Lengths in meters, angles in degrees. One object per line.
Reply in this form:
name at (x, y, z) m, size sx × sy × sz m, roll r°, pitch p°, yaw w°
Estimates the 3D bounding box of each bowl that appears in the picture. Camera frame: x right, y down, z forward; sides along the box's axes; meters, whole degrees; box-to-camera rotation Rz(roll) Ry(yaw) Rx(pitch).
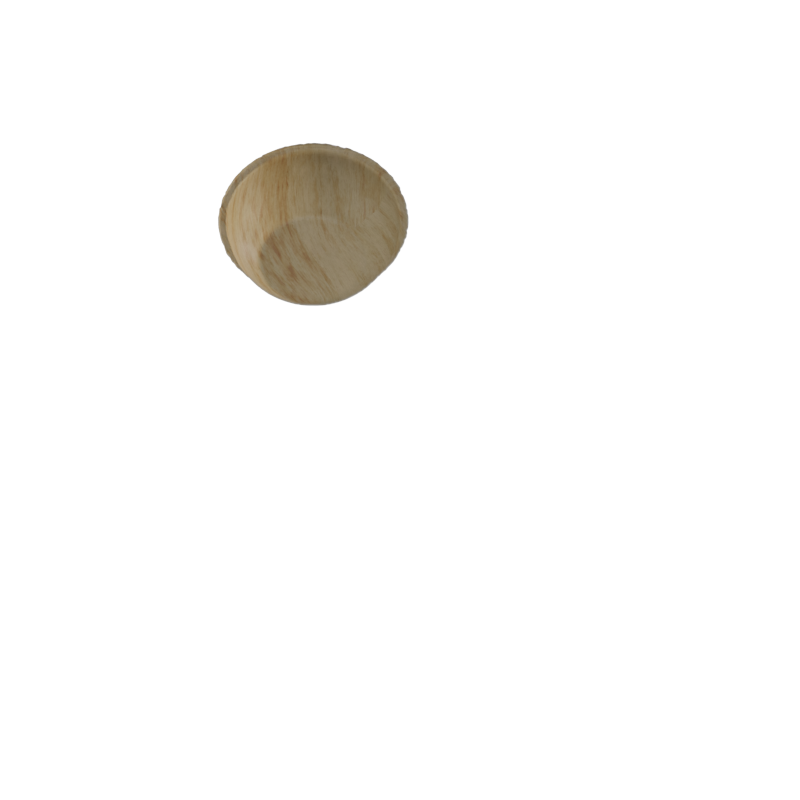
bowl at (-0.072, -0.132, 0.924) m, size 0.162 × 0.151 × 0.059 m, roll 1°, pitch 40°, yaw -1°
